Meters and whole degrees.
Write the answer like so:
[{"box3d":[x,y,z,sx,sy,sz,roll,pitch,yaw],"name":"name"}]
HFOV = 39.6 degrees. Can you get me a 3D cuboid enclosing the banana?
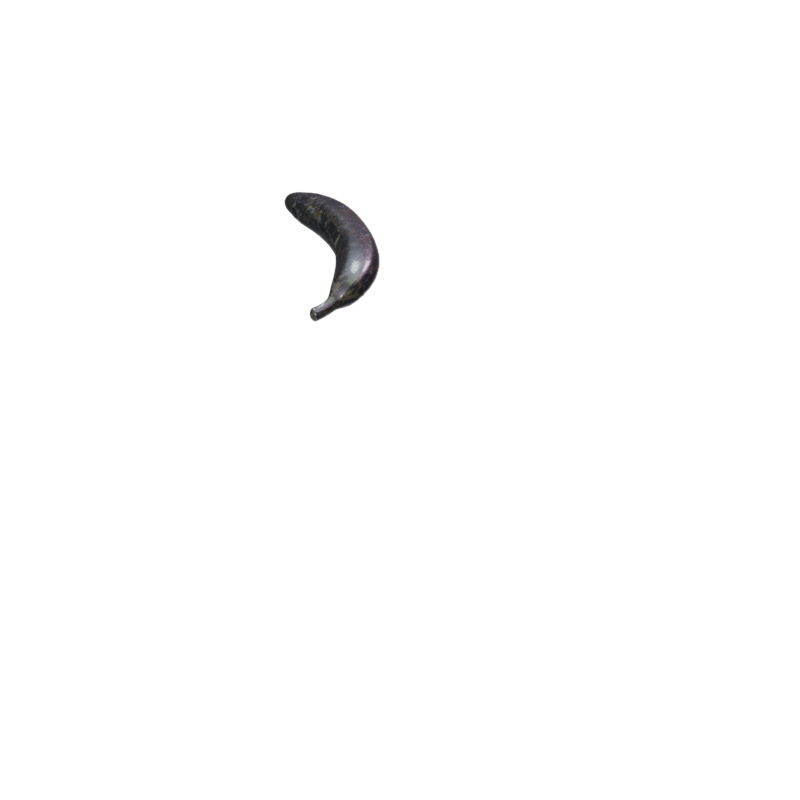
[{"box3d":[-0.058,-0.139,0.975,0.069,0.034,0.213,-5,36,-9],"name":"banana"}]
